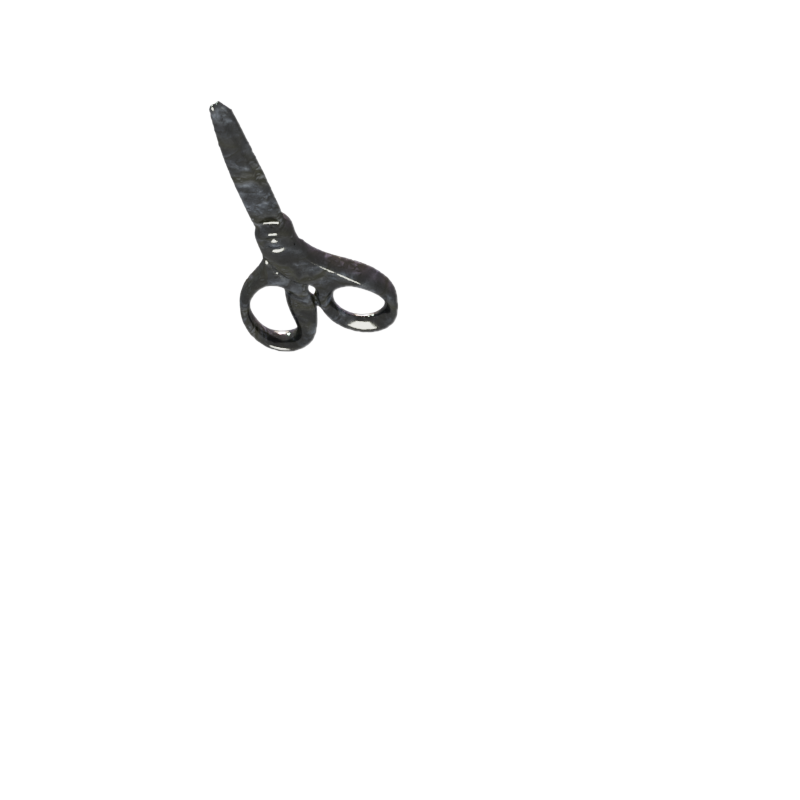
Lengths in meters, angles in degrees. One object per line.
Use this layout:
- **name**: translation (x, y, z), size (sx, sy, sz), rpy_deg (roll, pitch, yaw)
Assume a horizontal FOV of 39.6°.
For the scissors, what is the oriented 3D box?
- **scissors**: translation (-0.044, -0.080, 0.561), size (0.096, 0.017, 0.190), rpy_deg (2, -30, -4)
